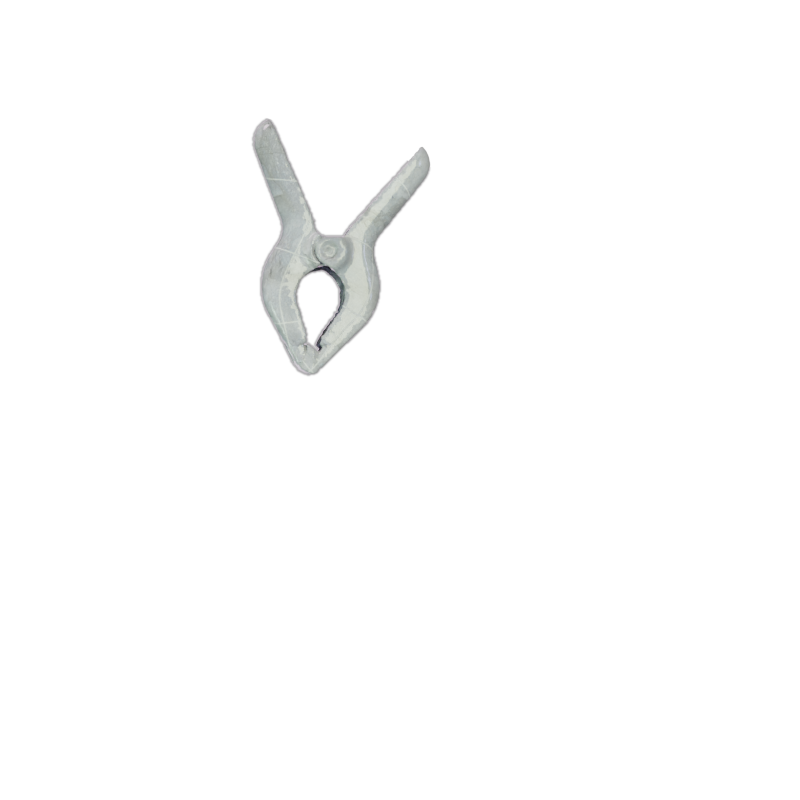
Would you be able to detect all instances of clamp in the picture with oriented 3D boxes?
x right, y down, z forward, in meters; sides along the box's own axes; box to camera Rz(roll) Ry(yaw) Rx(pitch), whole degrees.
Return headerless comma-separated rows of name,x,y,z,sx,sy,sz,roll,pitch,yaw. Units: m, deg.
clamp,-0.058,-0.106,0.743,0.121,0.175,0.038,17,-12,3
